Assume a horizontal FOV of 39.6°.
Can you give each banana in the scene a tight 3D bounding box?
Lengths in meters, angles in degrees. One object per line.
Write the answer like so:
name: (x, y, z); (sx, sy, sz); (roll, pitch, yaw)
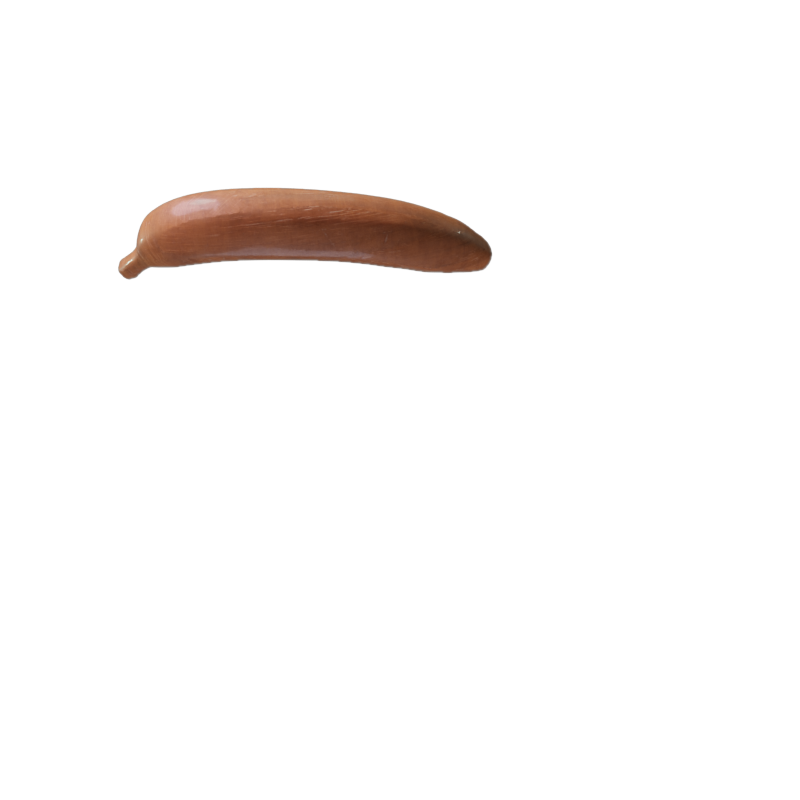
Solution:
banana: (-0.047, -0.085, 0.563); (0.197, 0.038, 0.068); (0, -7, -2)
